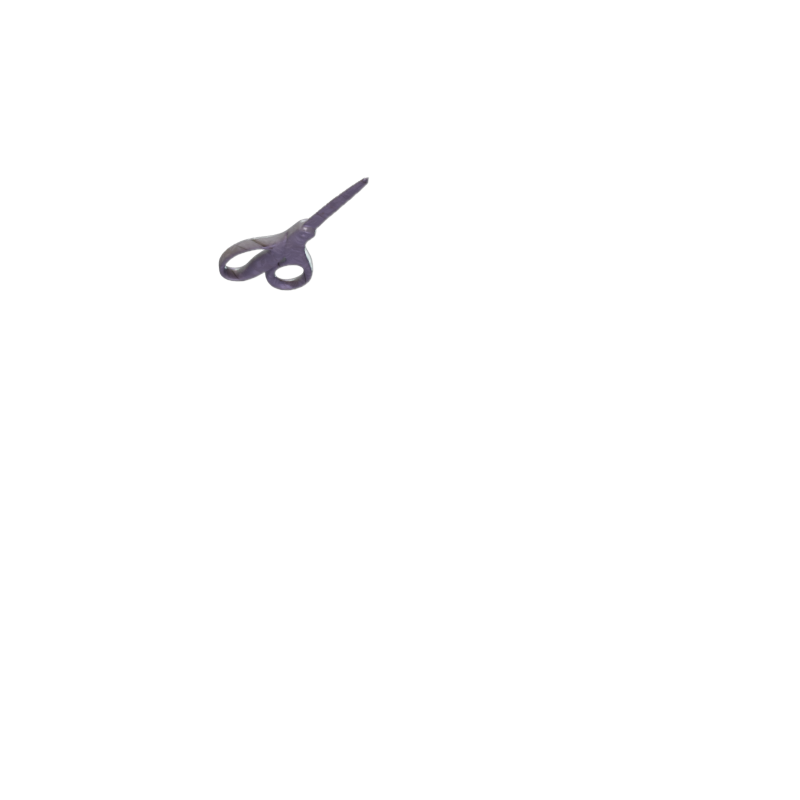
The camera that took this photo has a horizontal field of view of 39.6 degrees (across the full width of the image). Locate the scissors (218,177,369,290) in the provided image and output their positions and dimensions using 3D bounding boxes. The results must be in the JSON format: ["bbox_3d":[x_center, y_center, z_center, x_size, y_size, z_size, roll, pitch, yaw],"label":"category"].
[{"bbox_3d":[-0.078,-0.143,0.999,0.203,0.017,0.090,-19,-30,35],"label":"scissors"}]
